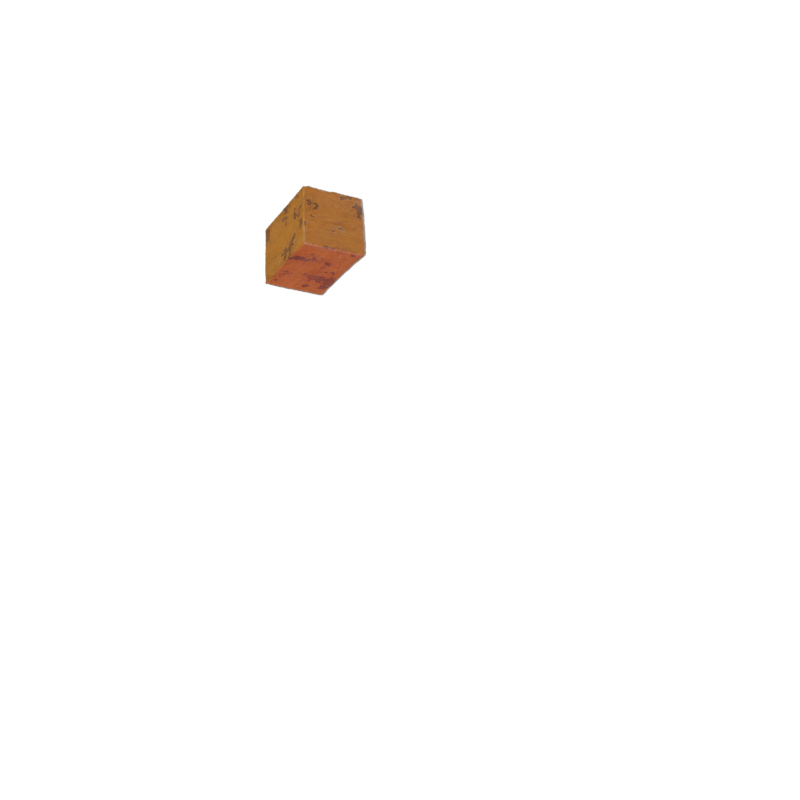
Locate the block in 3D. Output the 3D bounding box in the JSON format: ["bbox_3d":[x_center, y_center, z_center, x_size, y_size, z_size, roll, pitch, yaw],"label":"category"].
[{"bbox_3d":[-0.067,-0.123,0.861,0.051,0.054,0.077,12,-27,-26],"label":"block"}]
